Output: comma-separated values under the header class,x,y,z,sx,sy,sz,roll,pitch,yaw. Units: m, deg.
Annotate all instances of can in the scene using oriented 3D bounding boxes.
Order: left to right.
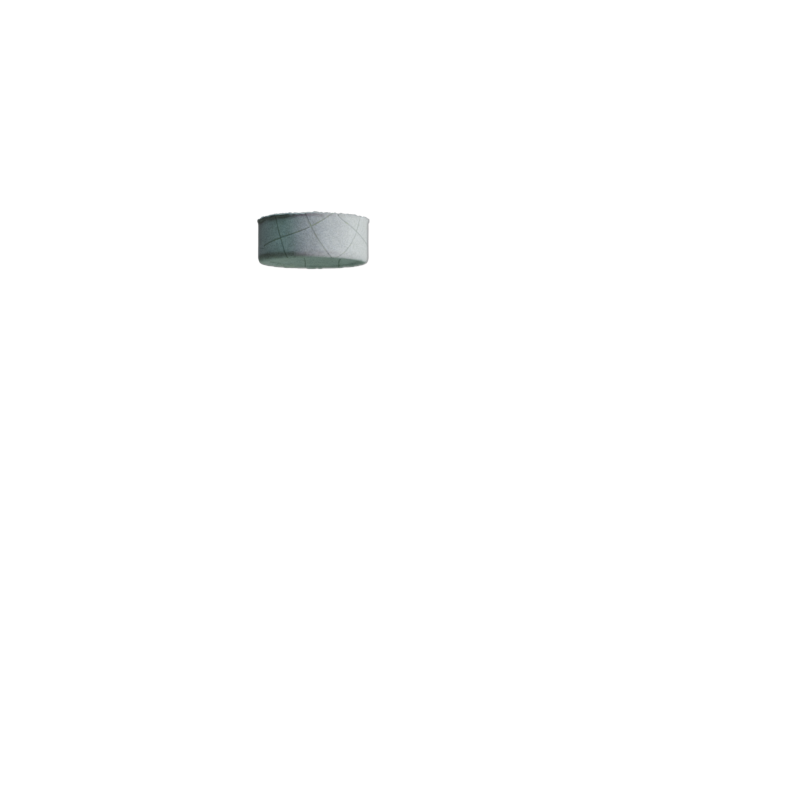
class,x,y,z,sx,sy,sz,roll,pitch,yaw
can,-0.066,-0.120,0.843,0.086,0.034,0.085,0,-1,-2
